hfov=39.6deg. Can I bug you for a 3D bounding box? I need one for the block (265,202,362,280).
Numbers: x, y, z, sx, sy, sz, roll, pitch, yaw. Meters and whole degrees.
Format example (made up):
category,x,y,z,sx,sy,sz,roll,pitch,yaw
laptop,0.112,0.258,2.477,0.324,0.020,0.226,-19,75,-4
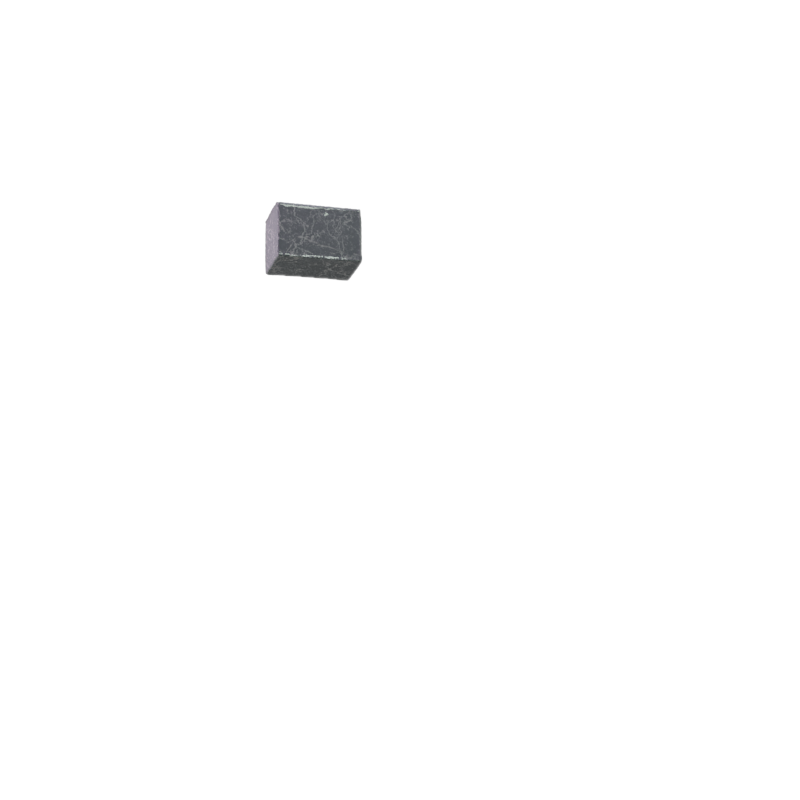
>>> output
category,x,y,z,sx,sy,sz,roll,pitch,yaw
block,-0.077,-0.140,0.981,0.076,0.054,0.052,4,-18,-15
